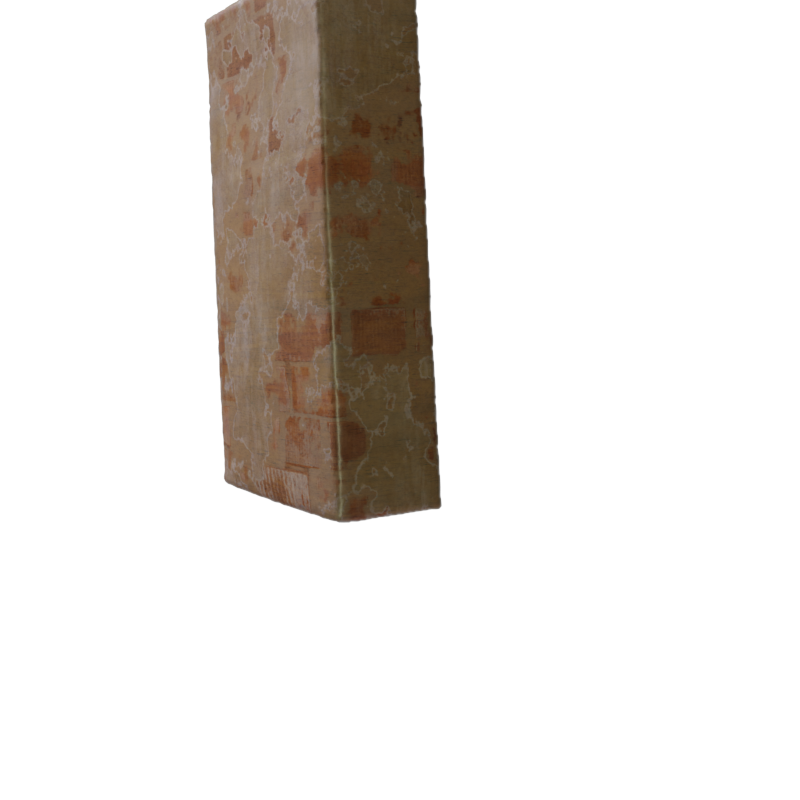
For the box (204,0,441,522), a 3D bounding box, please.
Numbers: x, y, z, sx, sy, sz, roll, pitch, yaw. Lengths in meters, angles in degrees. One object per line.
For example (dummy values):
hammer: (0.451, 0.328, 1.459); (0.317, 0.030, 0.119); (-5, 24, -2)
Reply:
box: (-0.030, -0.055, 0.385); (0.046, 0.178, 0.096); (2, -2, -31)
